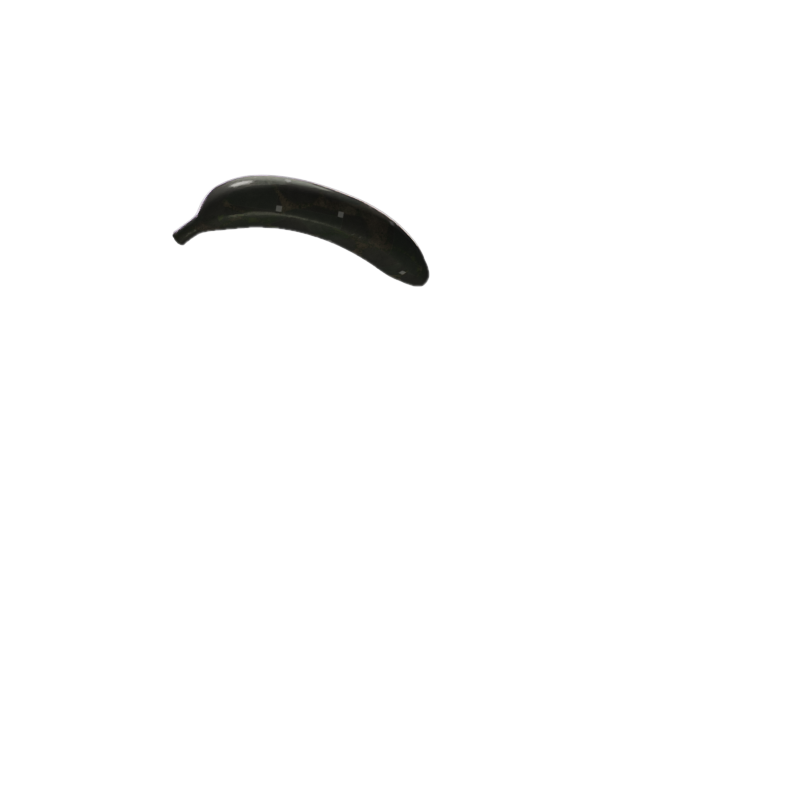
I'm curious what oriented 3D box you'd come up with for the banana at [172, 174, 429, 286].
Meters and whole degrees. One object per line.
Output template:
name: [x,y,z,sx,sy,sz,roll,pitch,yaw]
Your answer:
banana: [-0.061,-0.126,0.804,0.193,0.039,0.067,10,-36,-15]
